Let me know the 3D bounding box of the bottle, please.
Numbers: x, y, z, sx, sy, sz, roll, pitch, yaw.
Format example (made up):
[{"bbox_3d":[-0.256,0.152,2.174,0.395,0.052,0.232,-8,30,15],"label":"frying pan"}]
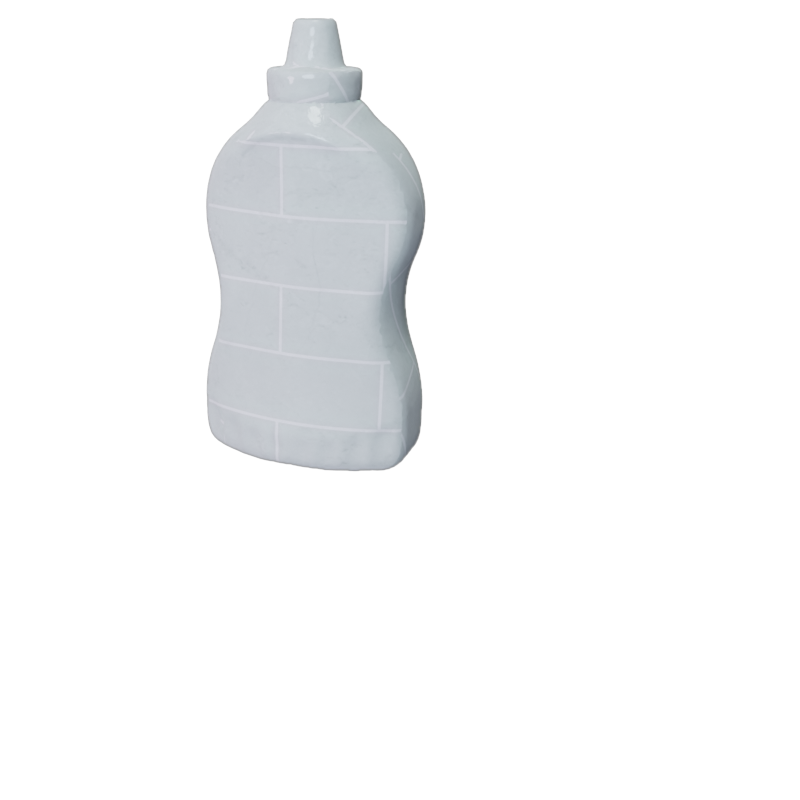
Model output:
[{"bbox_3d":[-0.038,-0.070,0.486,0.099,0.186,0.058,7,15,22],"label":"bottle"}]
